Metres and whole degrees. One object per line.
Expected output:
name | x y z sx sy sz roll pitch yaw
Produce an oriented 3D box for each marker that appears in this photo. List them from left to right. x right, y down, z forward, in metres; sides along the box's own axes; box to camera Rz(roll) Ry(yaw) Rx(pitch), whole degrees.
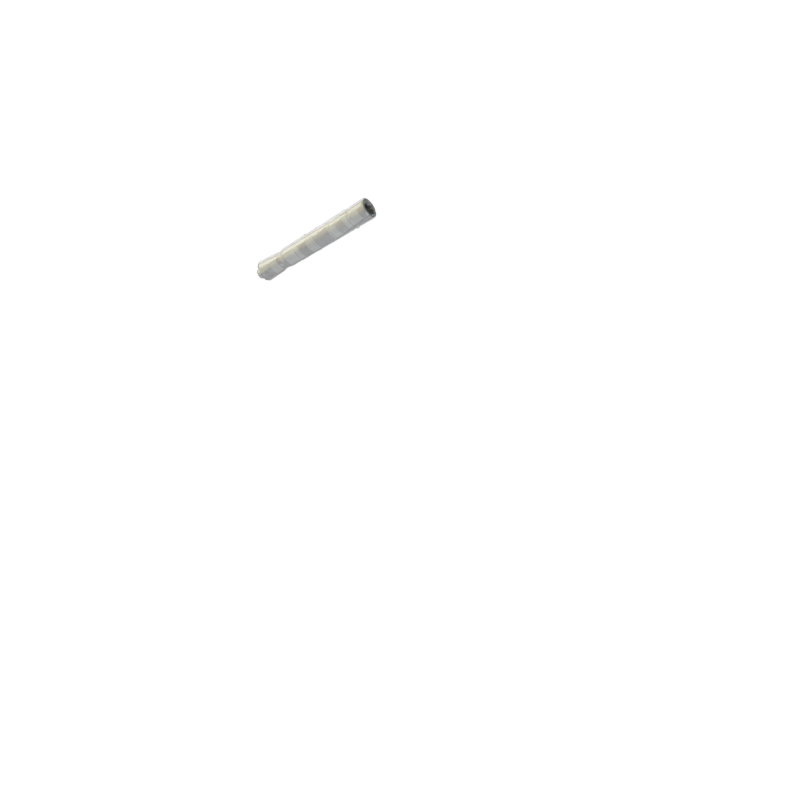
marker | -0.073 -0.133 0.932 0.121 0.020 0.019 -27 -9 27
